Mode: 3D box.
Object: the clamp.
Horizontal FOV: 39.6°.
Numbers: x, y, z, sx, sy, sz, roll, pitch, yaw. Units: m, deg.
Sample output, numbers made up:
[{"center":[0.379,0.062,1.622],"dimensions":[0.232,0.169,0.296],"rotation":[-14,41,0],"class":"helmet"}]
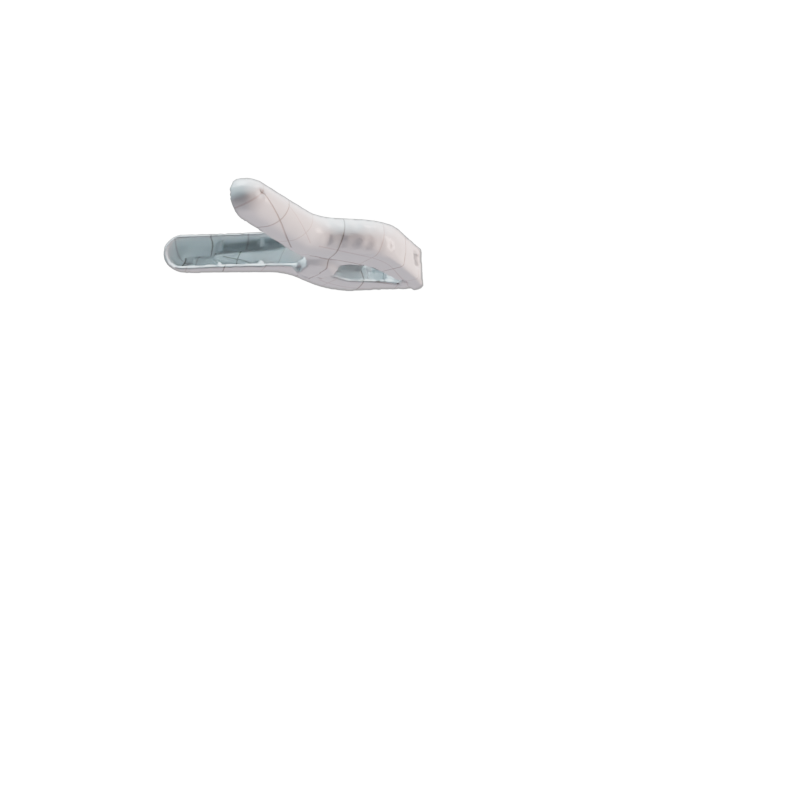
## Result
[{"center":[-0.055,-0.101,0.705],"dimensions":[0.167,0.040,0.120],"rotation":[3,-9,-20],"class":"clamp"}]
